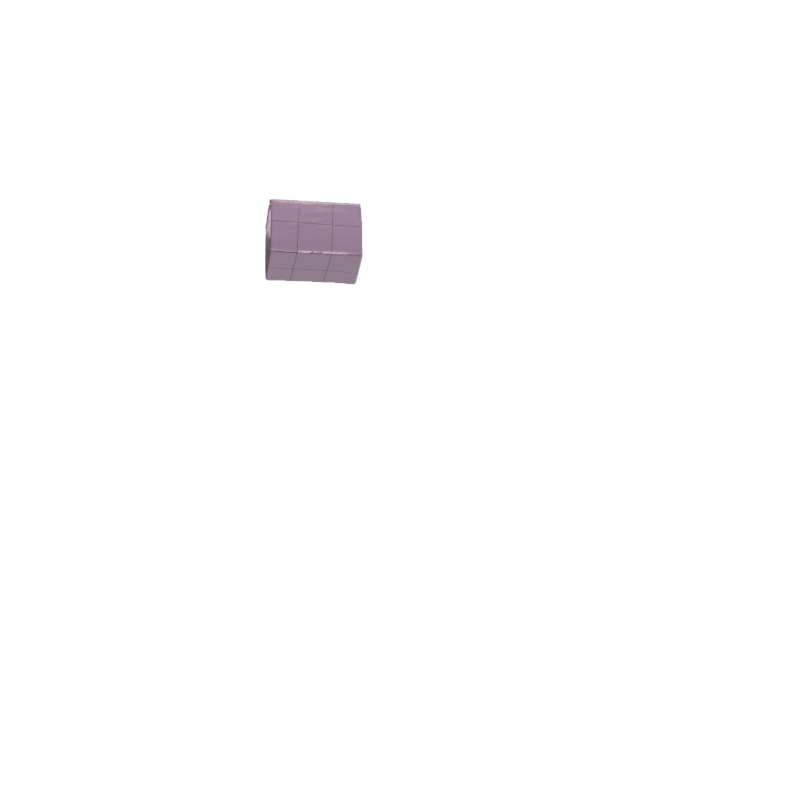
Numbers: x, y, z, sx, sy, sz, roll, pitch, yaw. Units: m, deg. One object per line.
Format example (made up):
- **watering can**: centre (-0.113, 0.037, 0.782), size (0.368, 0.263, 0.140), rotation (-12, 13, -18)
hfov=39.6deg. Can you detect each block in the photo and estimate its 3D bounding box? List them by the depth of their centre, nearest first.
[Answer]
- **block**: centre (-0.072, -0.132, 0.922), size (0.077, 0.054, 0.050), rotation (3, -25, -7)
